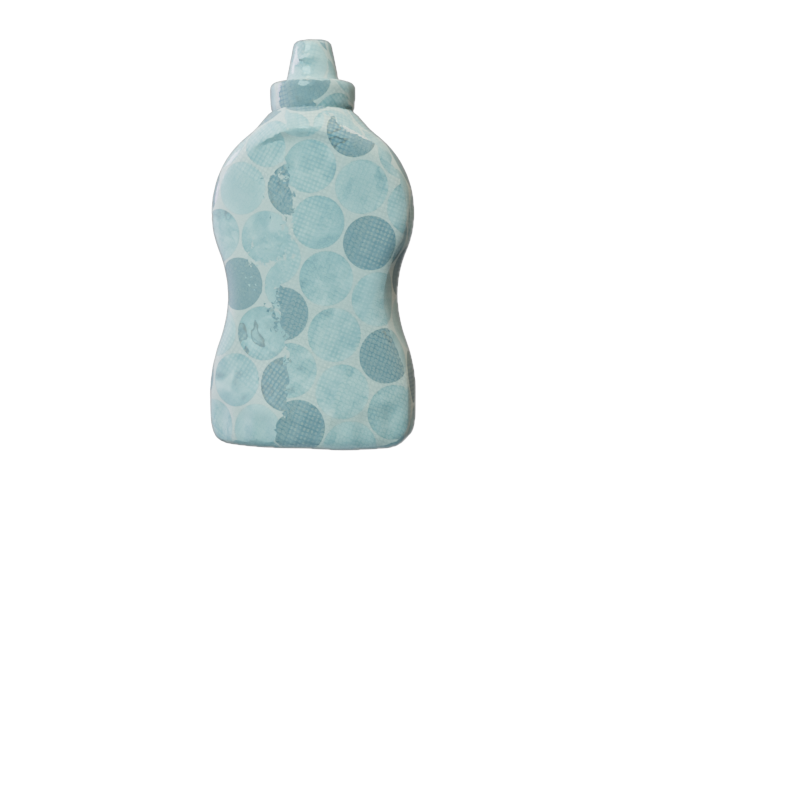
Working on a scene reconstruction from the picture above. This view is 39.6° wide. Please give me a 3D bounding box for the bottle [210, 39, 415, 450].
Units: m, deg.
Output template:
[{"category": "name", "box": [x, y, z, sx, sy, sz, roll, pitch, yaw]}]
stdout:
[{"category": "bottle", "box": [-0.042, -0.076, 0.531, 0.098, 0.192, 0.057, 0, -1, 12]}]
